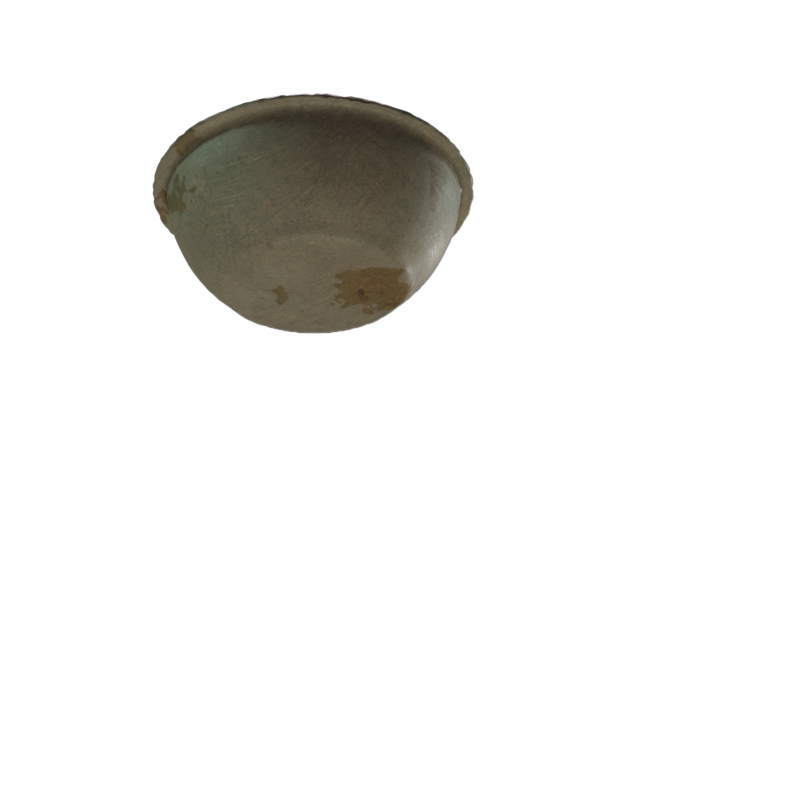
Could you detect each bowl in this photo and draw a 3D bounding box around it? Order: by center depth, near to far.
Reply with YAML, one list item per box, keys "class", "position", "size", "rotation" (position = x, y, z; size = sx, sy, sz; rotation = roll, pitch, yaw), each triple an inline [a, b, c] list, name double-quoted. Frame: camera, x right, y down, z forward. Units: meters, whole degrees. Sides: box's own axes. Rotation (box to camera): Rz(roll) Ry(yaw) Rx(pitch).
- class: "bowl"
  position: [-0.043, -0.078, 0.547]
  size: [0.162, 0.059, 0.152]
  rotation: [1, -28, -2]
